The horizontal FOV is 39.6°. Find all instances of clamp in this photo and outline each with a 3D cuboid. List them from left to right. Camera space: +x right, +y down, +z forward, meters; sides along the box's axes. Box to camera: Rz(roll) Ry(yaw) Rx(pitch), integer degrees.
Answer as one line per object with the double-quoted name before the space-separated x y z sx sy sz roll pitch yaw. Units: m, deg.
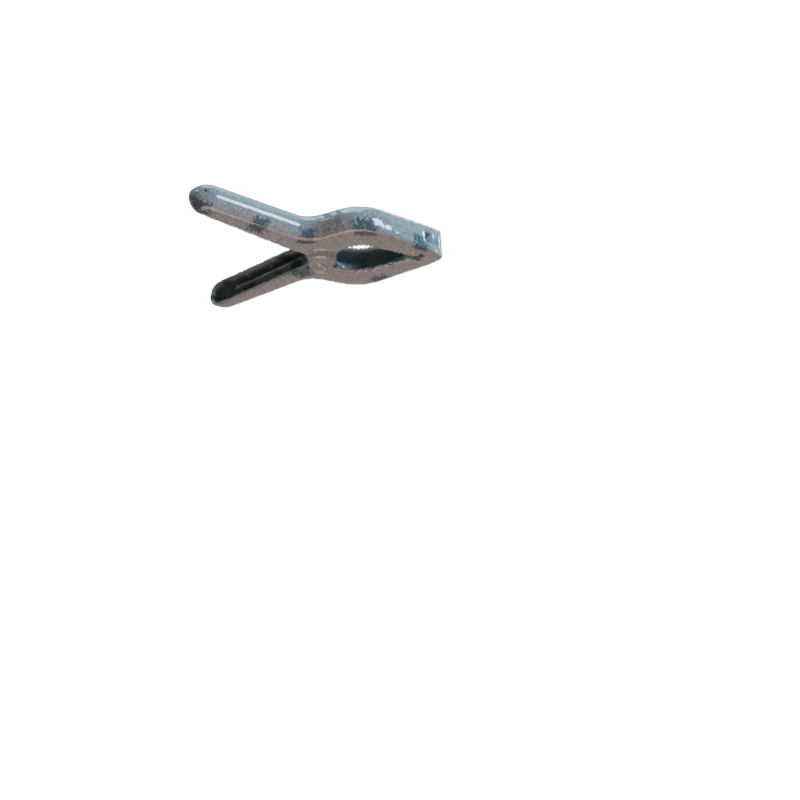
"clamp" -0.072 -0.132 0.923 0.212 0.039 0.153 -3 -27 7
